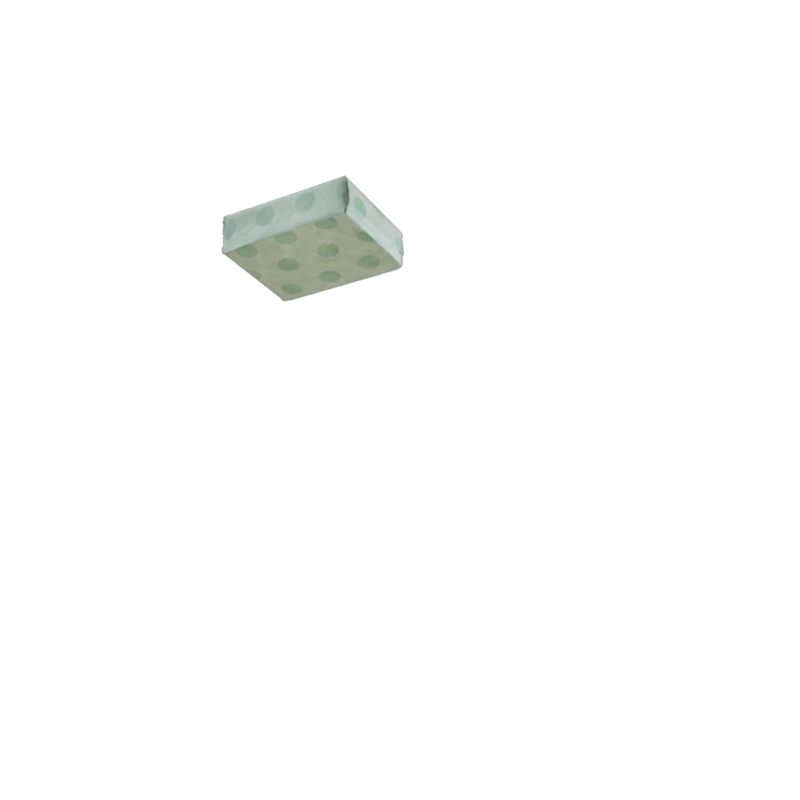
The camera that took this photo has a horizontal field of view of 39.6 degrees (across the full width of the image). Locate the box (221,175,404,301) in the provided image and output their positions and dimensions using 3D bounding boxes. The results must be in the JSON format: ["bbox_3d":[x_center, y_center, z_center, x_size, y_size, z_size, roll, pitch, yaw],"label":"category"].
[{"bbox_3d":[-0.067,-0.121,0.851,0.115,0.041,0.083,-15,-32,25],"label":"box"}]
